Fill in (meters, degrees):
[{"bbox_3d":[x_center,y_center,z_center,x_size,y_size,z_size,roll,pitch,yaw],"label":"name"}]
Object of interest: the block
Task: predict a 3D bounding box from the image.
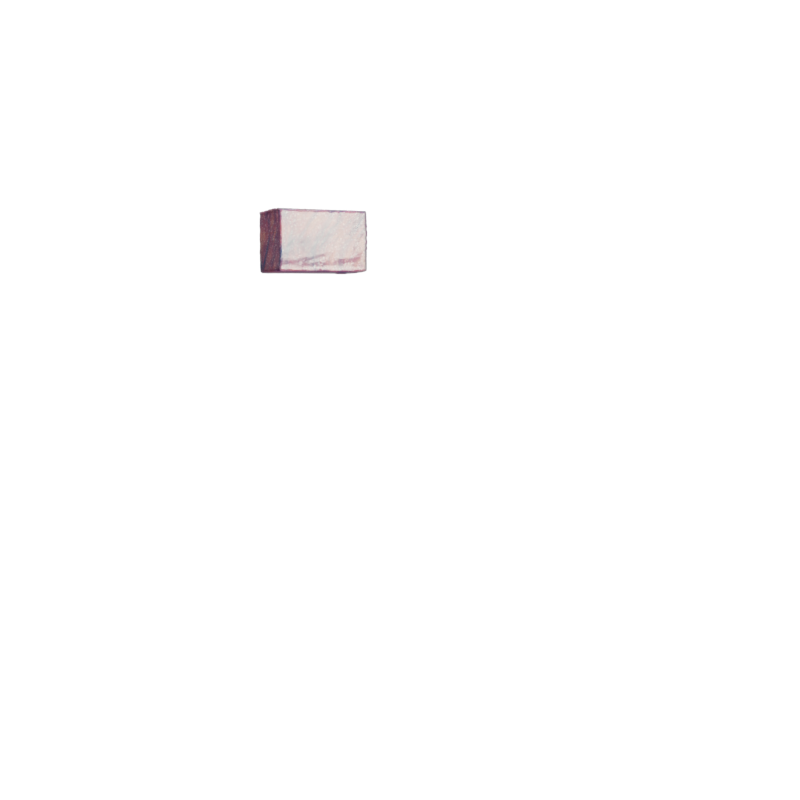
[{"bbox_3d":[-0.071,-0.130,0.913,0.076,0.051,0.054,-1,1,-23],"label":"block"}]
